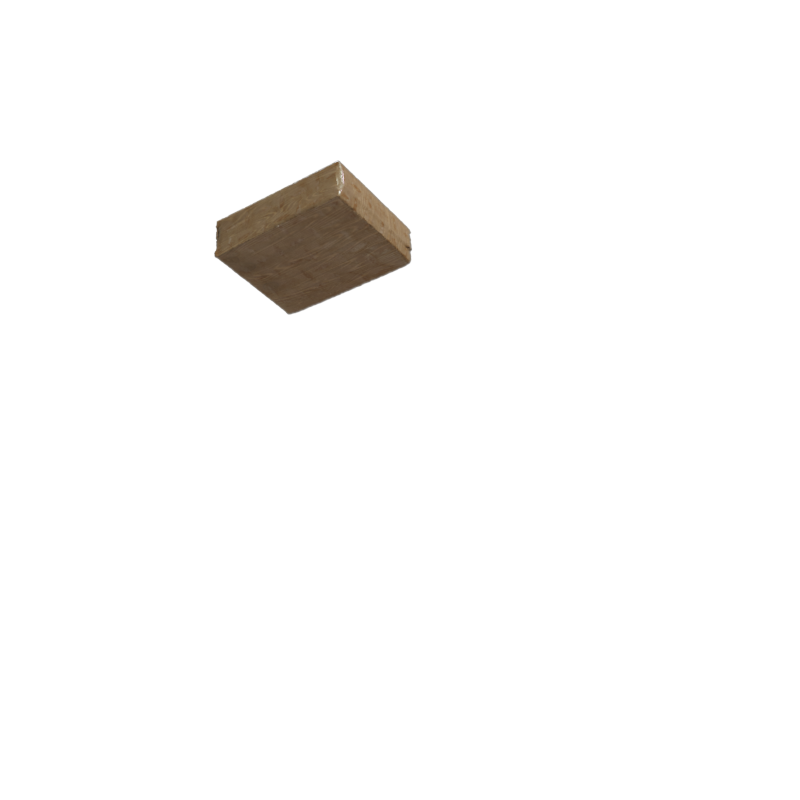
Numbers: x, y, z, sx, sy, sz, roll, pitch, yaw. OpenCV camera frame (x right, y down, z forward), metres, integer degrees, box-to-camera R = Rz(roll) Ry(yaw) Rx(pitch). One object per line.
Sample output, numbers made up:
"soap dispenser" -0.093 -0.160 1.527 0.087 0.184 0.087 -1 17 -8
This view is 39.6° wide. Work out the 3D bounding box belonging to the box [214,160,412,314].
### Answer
"box" -0.062 -0.113 0.791 0.114 0.042 0.083 -23 -43 27
